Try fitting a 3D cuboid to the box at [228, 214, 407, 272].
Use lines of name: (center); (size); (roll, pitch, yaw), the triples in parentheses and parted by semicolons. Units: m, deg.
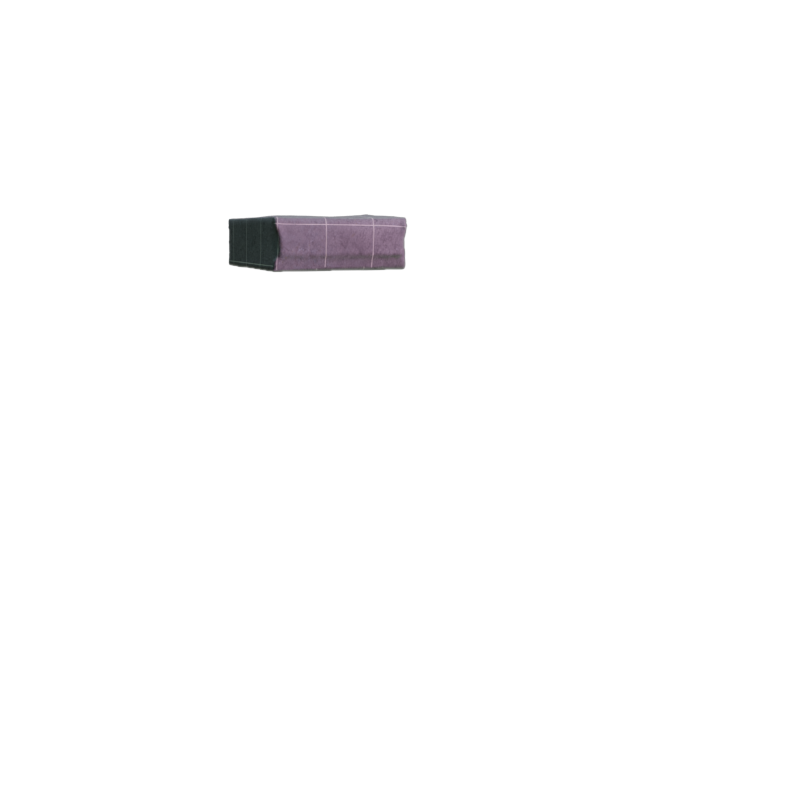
box: (-0.047, -0.085, 0.597); (0.071, 0.030, 0.092); (-3, 8, -21)
